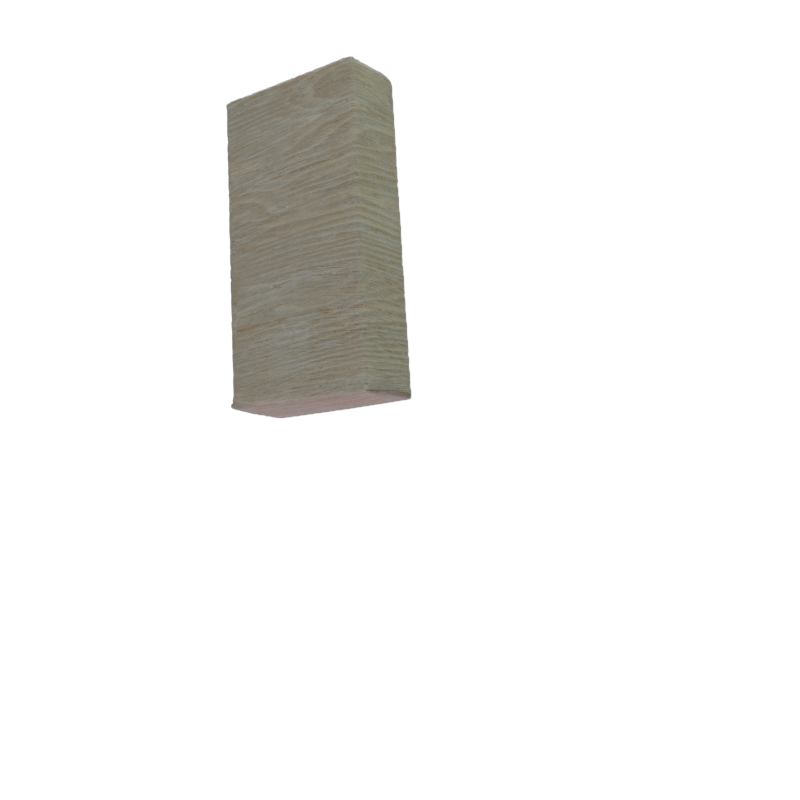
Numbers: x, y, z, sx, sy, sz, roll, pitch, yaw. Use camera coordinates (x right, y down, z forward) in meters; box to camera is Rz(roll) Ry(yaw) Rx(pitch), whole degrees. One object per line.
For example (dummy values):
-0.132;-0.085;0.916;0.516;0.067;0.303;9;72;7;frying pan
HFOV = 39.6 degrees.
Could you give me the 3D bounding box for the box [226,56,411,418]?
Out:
-0.046;-0.084;0.590;0.095;0.183;0.045;-13;-20;35;box
